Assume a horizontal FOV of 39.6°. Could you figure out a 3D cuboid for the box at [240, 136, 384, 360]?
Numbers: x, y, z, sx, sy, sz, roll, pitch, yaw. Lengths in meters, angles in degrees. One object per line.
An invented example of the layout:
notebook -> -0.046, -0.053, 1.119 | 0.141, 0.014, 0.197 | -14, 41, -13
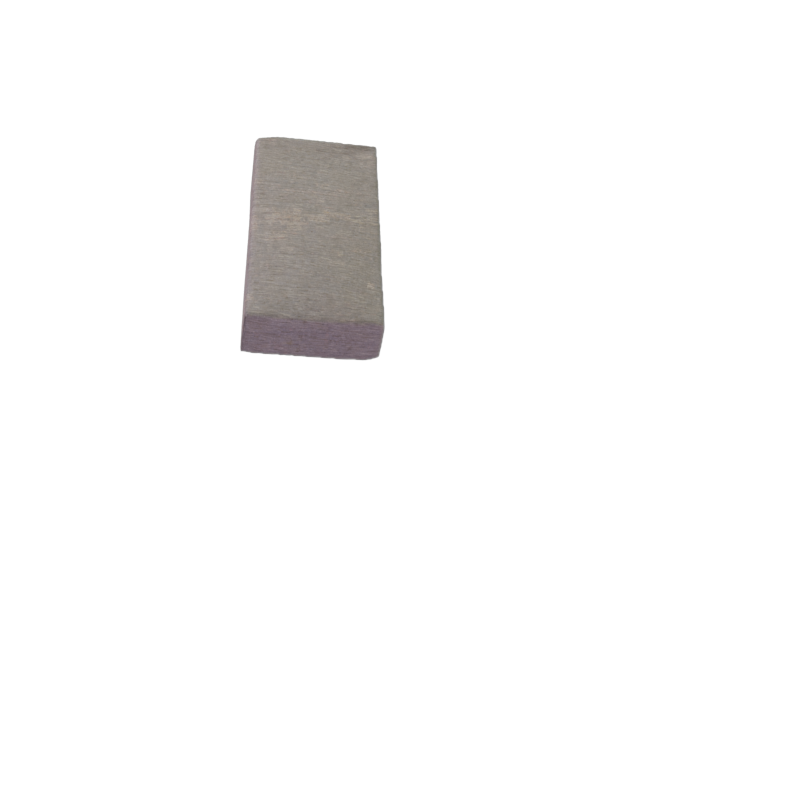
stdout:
box -> -0.061, -0.111, 0.776 | 0.092, 0.189, 0.045 | 3, -39, -7
